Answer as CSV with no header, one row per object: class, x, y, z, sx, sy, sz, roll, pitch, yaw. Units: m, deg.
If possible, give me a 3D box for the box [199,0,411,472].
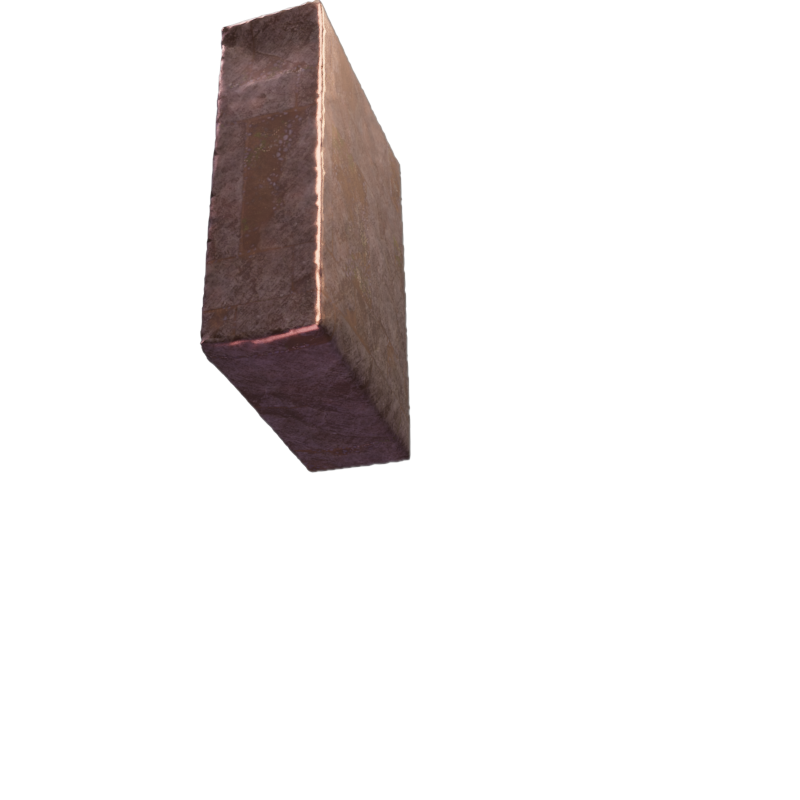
box,-0.049,-0.090,0.631,0.073,0.228,0.152,-11,-32,14
